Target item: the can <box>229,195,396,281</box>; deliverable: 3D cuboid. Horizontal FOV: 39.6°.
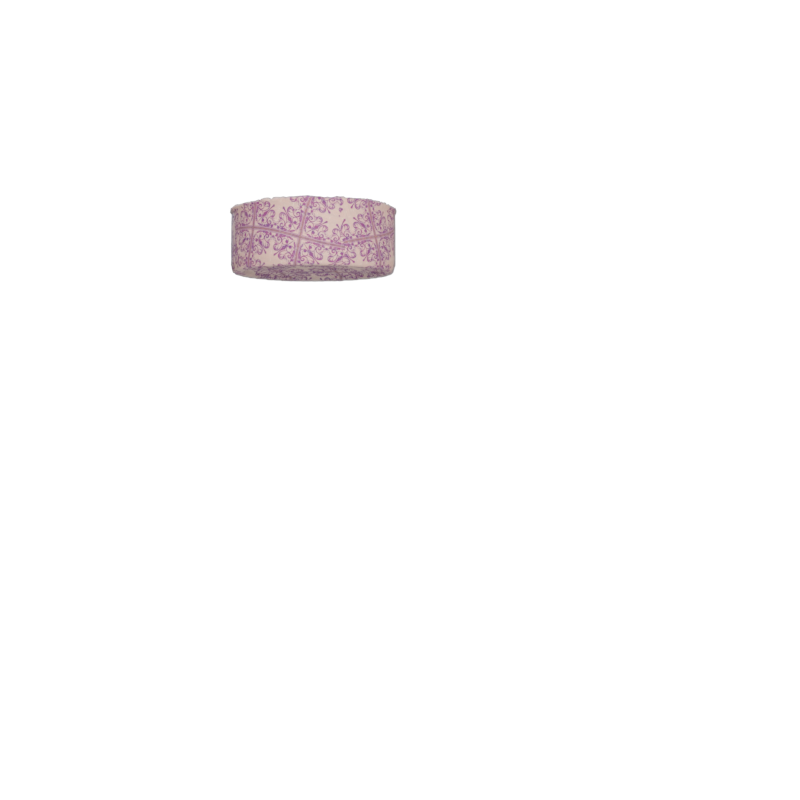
[{"bbox_3d":[-0.045,-0.081,0.571,0.086,0.034,0.085,0,-1,-2],"label":"can"}]
